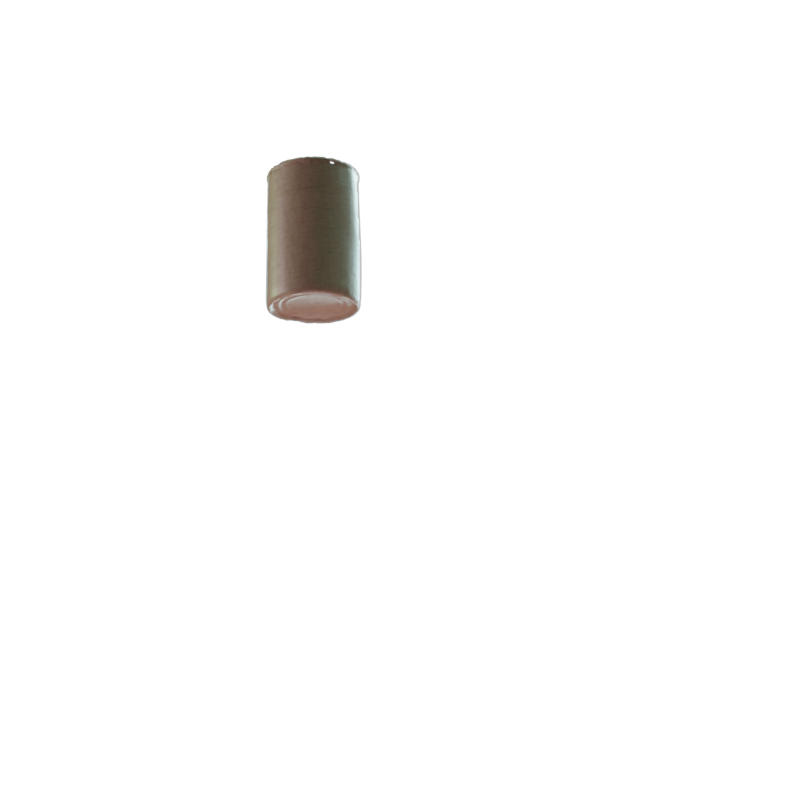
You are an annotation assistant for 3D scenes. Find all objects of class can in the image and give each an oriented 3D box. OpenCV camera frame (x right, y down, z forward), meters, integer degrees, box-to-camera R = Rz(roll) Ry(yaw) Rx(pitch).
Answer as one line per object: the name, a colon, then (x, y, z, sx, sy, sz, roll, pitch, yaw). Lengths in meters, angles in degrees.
can: (-0.062, -0.113, 0.789, 0.068, 0.107, 0.065, 0, -20, -2)
